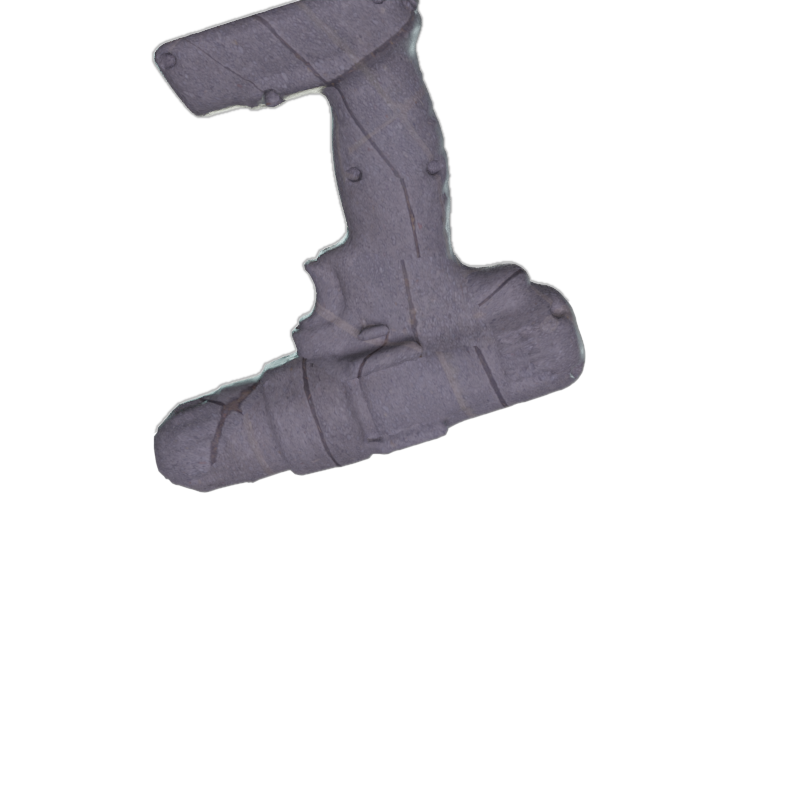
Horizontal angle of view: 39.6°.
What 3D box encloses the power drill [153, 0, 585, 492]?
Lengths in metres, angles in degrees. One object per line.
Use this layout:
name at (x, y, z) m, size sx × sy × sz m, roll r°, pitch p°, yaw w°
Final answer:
power drill at (-0.035, -0.065, 0.453) m, size 0.185 × 0.183 × 0.059 m, roll -18°, pitch 11°, yaw 3°
